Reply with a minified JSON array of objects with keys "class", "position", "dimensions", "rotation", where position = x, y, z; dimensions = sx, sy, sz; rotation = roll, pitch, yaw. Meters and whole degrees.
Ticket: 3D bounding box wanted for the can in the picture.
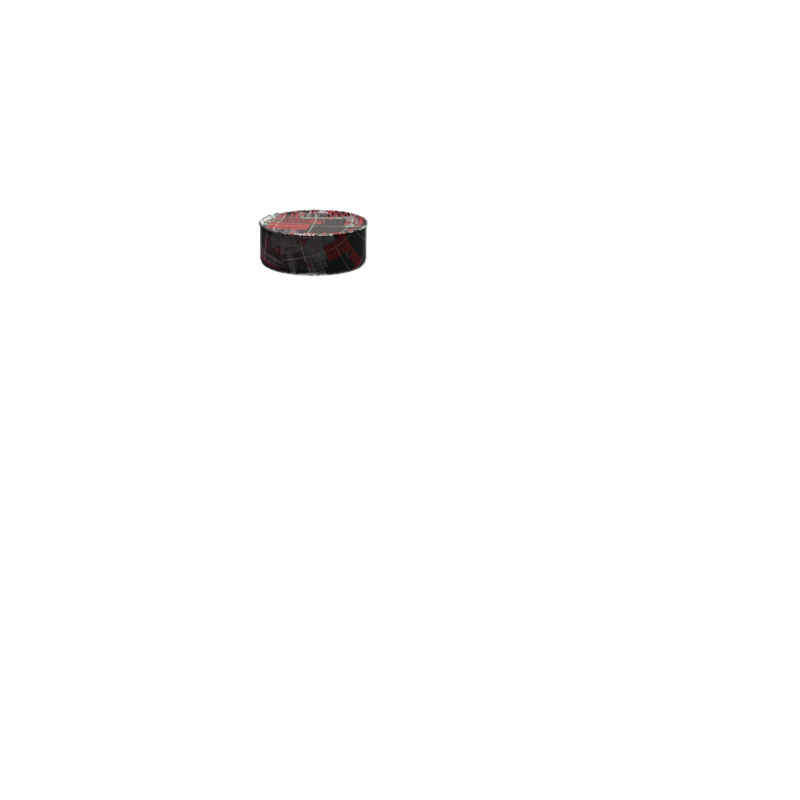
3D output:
[{"class":"can","position":[-0.069,-0.125,0.875],"dimensions":[0.086,0.032,0.090],"rotation":[-1,21,-2]}]
